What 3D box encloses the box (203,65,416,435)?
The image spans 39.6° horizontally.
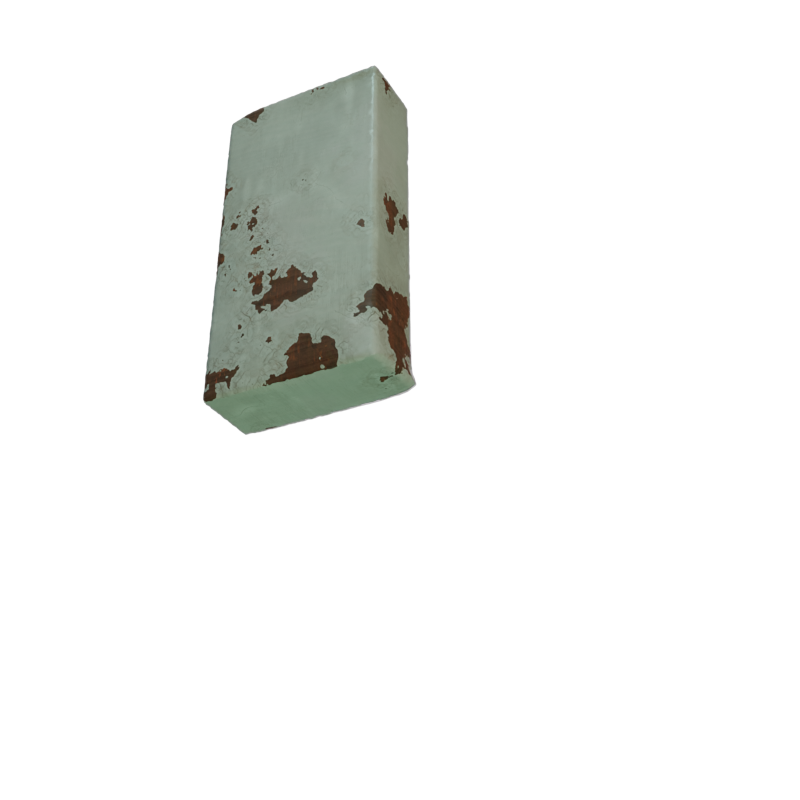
[{"bbox_3d":[-0.043,-0.079,0.550,0.094,0.188,0.044,-17,-35,22],"label":"box"}]
